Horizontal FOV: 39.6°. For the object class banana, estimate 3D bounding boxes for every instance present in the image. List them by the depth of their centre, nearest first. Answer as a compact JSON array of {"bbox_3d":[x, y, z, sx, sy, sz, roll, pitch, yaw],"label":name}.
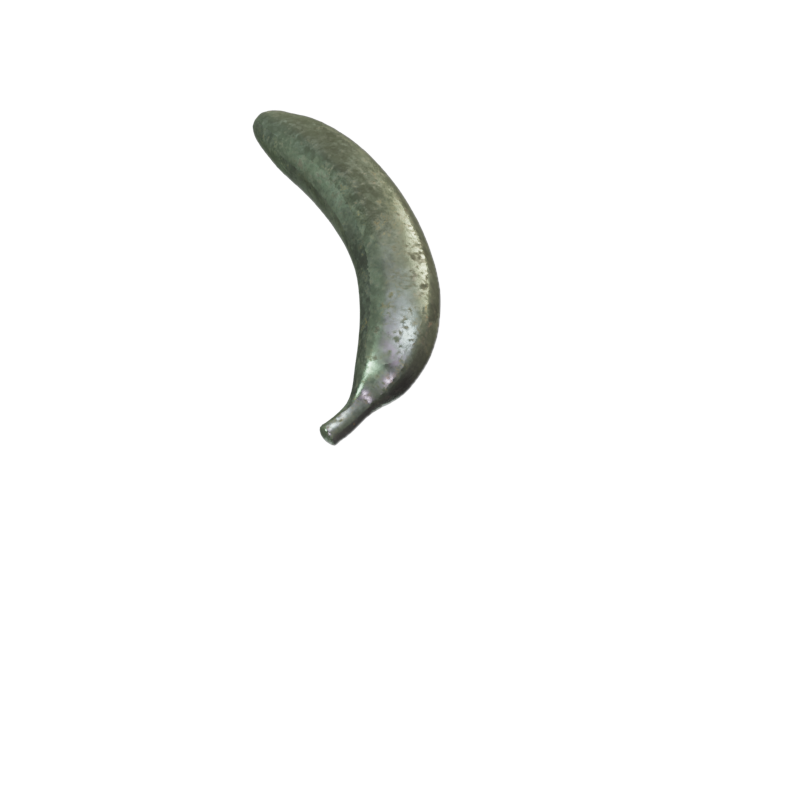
[{"bbox_3d":[-0.023,-0.076,0.532,0.069,0.213,0.034,-10,-36,-8],"label":"banana"}]
